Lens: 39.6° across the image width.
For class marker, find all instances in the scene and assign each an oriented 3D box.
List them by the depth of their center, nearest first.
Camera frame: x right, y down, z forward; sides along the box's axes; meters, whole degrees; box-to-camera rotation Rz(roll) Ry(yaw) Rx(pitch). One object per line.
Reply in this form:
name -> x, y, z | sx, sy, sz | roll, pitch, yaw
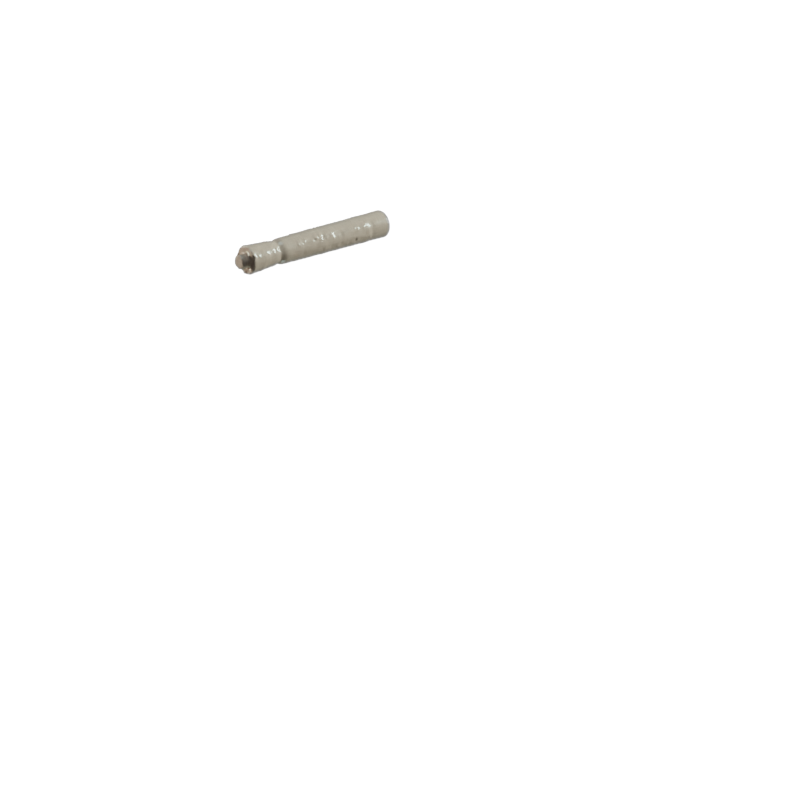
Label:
marker -> -0.057, -0.104, 0.725 | 0.119, 0.019, 0.021 | -22, 17, -38
